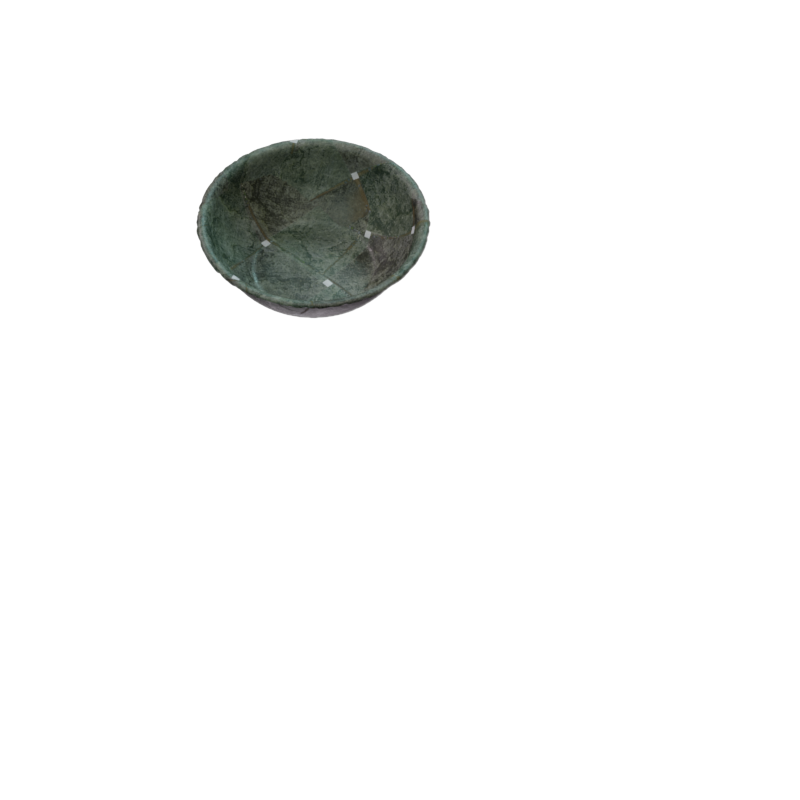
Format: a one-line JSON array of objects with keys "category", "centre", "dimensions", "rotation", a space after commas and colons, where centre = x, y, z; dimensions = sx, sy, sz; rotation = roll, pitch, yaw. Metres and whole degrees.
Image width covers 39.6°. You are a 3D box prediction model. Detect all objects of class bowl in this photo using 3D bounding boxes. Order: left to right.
[{"category": "bowl", "centre": [-0.062, -0.112, 0.788], "dimensions": [0.162, 0.174, 0.051], "rotation": [-1, -39, -1]}]
